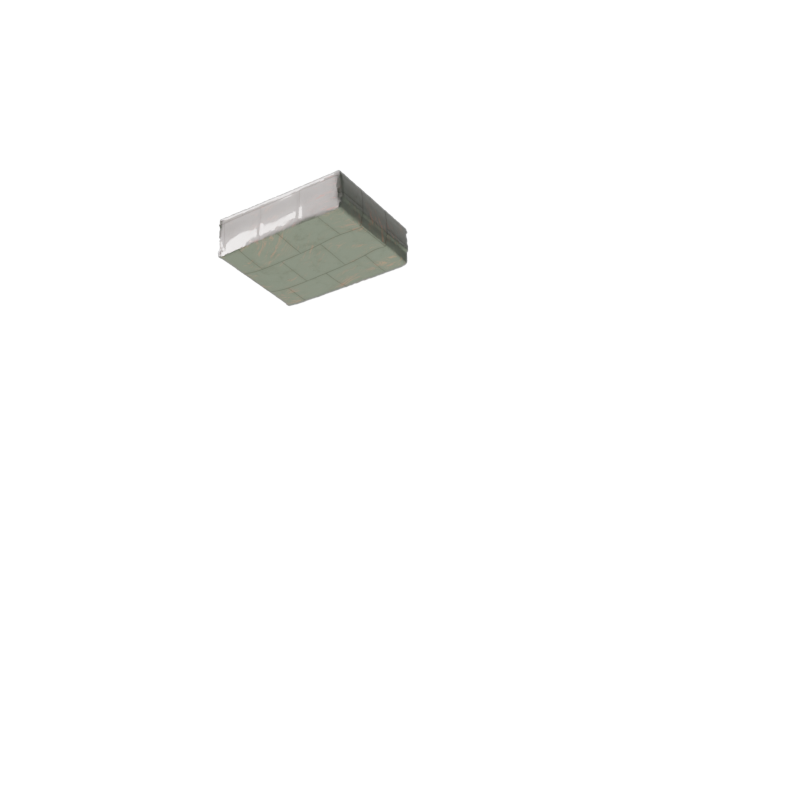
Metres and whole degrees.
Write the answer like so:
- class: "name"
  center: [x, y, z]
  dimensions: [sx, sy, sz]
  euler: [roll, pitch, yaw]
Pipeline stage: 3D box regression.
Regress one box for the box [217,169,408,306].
- class: "box"
  center: [-0.064, -0.117, 0.821]
  dimensions: [0.114, 0.041, 0.083]
  euler: [-19, -35, 28]
